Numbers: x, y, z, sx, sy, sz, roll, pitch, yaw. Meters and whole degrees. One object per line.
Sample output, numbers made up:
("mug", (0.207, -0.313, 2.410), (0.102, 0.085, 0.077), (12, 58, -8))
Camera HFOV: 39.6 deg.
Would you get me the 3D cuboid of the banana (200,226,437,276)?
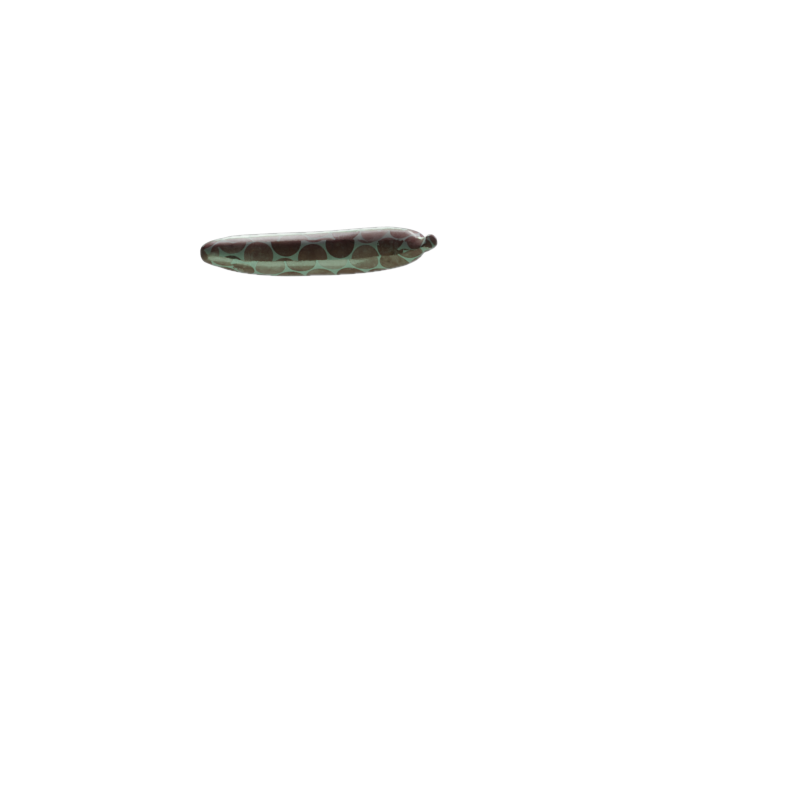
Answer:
("banana", (-0.064, -0.126, 0.921), (0.201, 0.038, 0.066), (-3, -13, 13))
